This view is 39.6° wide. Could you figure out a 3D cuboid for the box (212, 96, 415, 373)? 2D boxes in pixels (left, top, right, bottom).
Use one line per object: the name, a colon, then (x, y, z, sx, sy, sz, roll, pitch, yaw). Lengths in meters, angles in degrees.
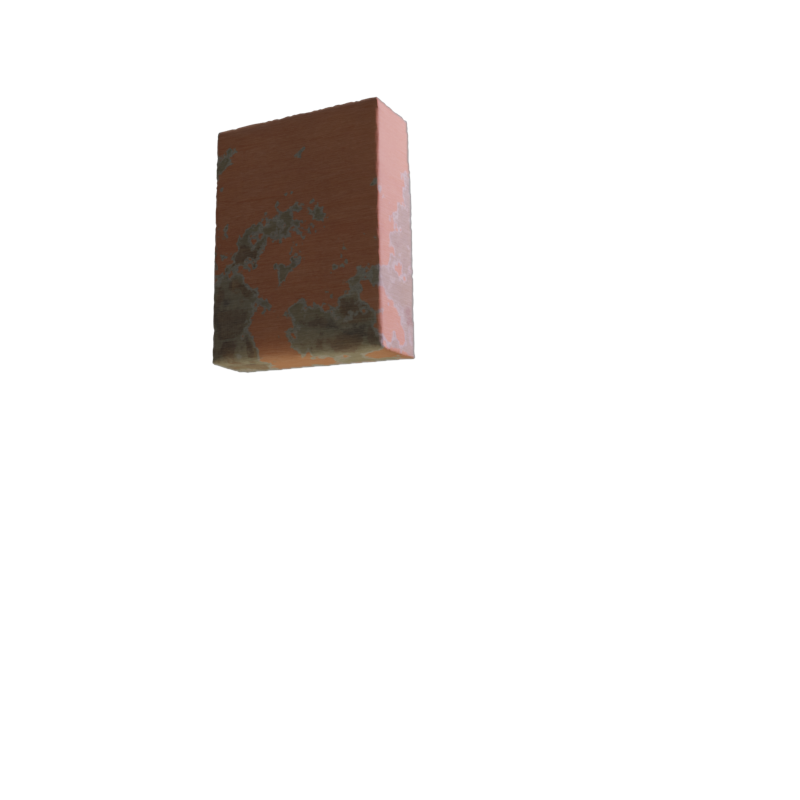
box: (-0.075, -0.136, 0.955, 0.168, 0.222, 0.068, -8, -16, 27)
